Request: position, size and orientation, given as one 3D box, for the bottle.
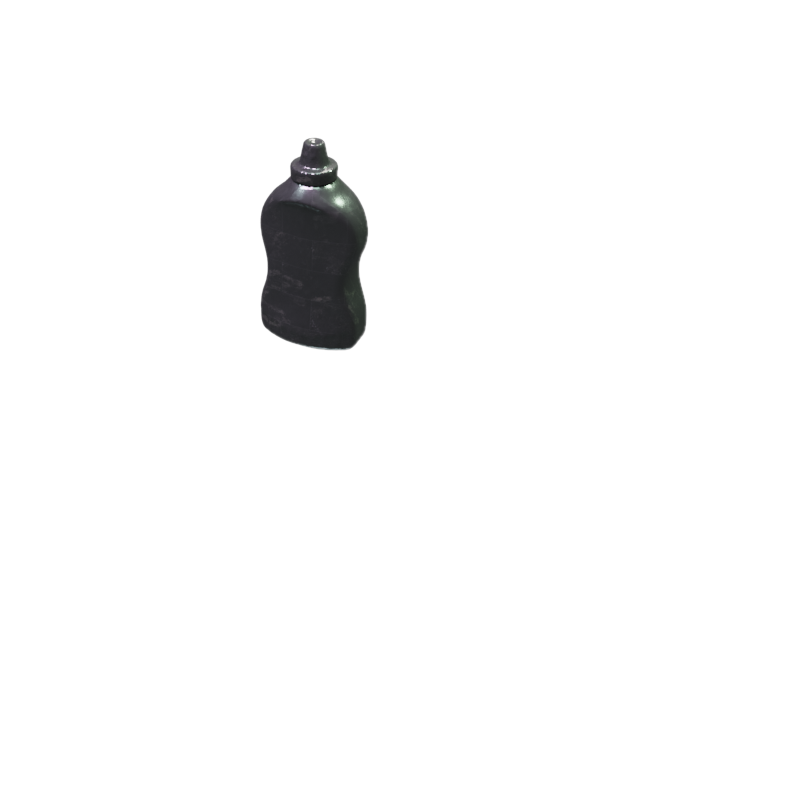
[{"bbox_3d":[-0.077,-0.140,0.980,0.100,0.180,0.060,16,34,21],"label":"bottle"}]
